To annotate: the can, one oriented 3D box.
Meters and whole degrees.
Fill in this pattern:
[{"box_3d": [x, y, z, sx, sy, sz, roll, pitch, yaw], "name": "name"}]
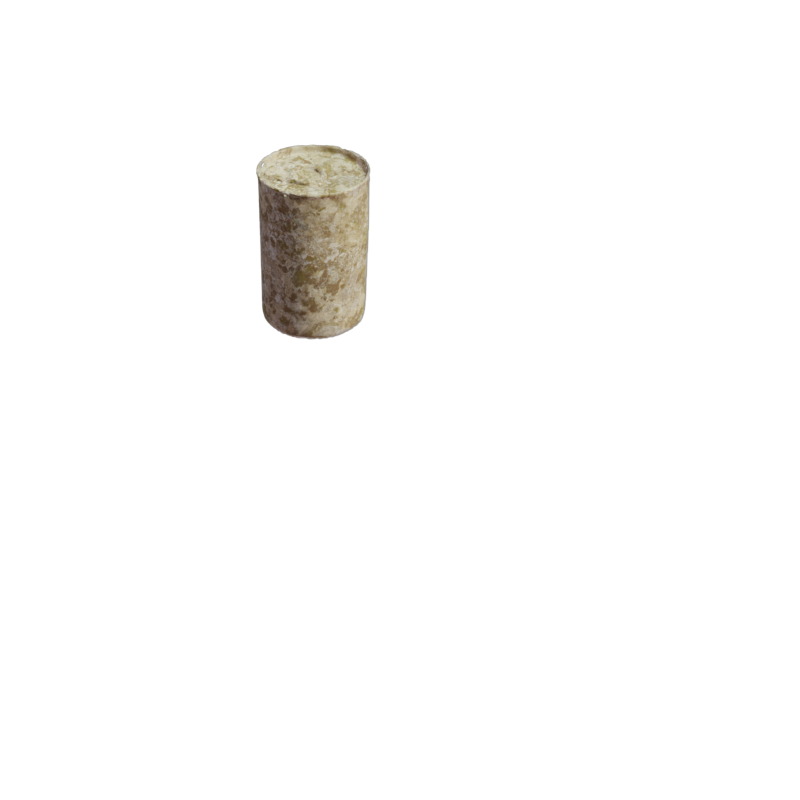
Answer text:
[{"box_3d": [-0.053, -0.098, 0.683, 0.068, 0.096, 0.073, 0, 34, -3], "name": "can"}]
